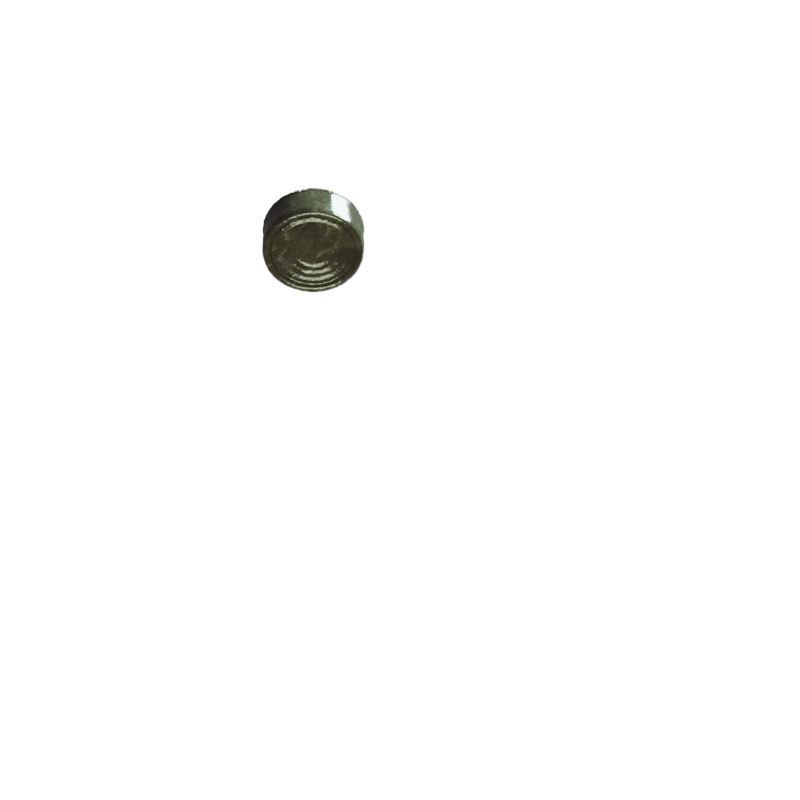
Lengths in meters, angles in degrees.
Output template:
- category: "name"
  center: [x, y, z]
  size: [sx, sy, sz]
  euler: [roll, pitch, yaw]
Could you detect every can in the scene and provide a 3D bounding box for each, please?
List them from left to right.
- category: "can"
  center: [-0.072, -0.132, 0.925]
  size: [0.086, 0.080, 0.036]
  euler: [1, 39, -1]
